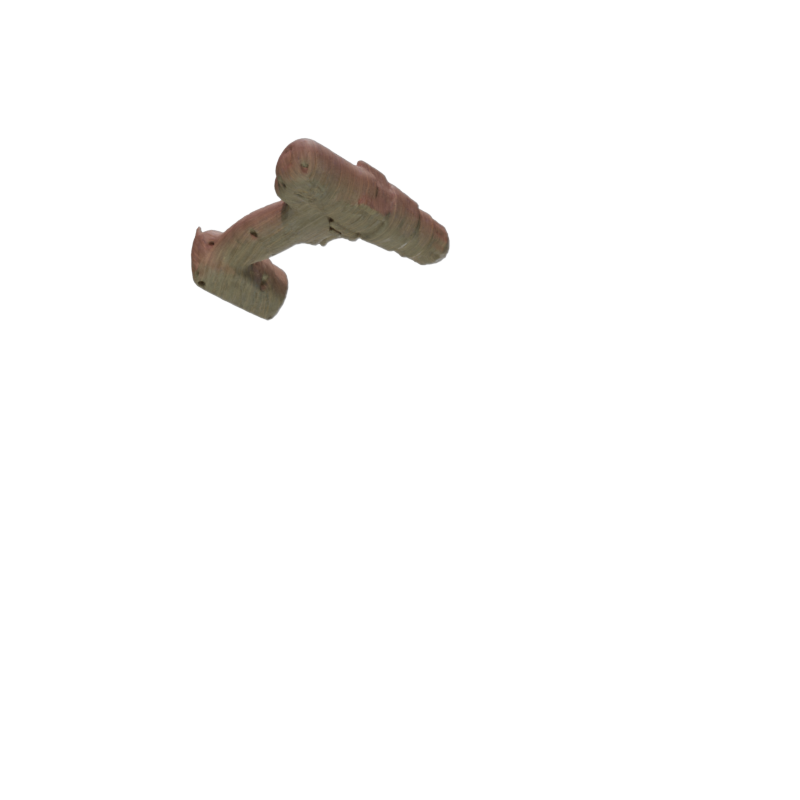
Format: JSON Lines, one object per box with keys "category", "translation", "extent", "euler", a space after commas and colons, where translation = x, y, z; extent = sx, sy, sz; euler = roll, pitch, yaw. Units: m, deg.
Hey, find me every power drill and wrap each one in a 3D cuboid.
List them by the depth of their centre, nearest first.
{"category": "power drill", "translation": [-0.075, -0.137, 0.960], "extent": [0.187, 0.061, 0.173], "euler": [-29, -43, 35]}
